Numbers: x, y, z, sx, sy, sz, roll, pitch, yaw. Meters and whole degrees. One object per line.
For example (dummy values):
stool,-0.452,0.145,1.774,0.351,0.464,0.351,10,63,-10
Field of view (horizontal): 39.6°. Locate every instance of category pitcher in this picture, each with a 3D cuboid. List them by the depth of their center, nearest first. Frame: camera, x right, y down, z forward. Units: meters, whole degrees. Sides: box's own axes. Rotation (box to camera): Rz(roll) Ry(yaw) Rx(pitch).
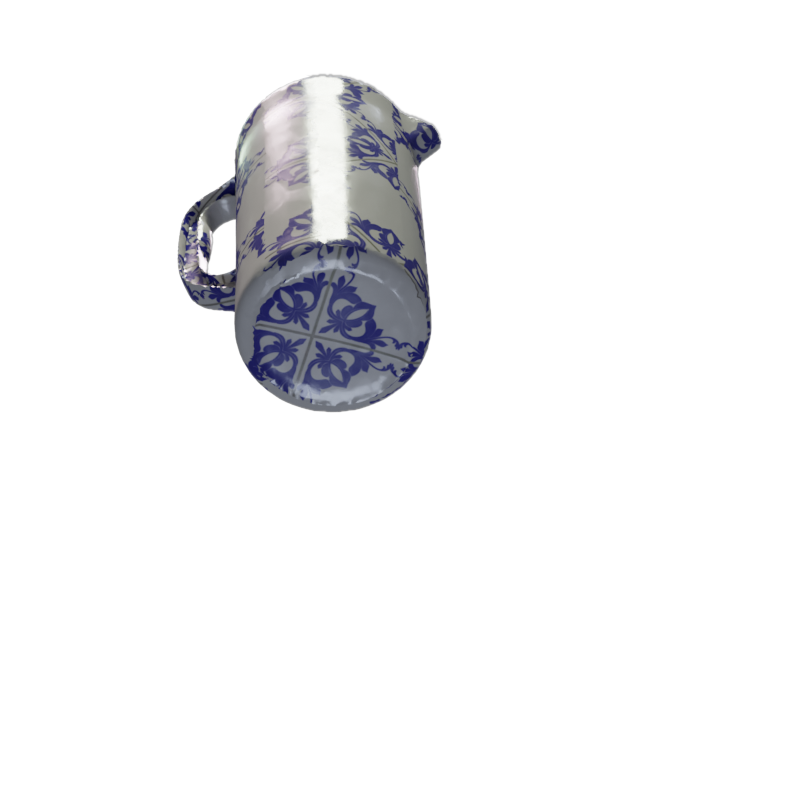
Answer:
pitcher,-0.055,-0.100,0.703,0.141,0.144,0.259,23,28,-17
